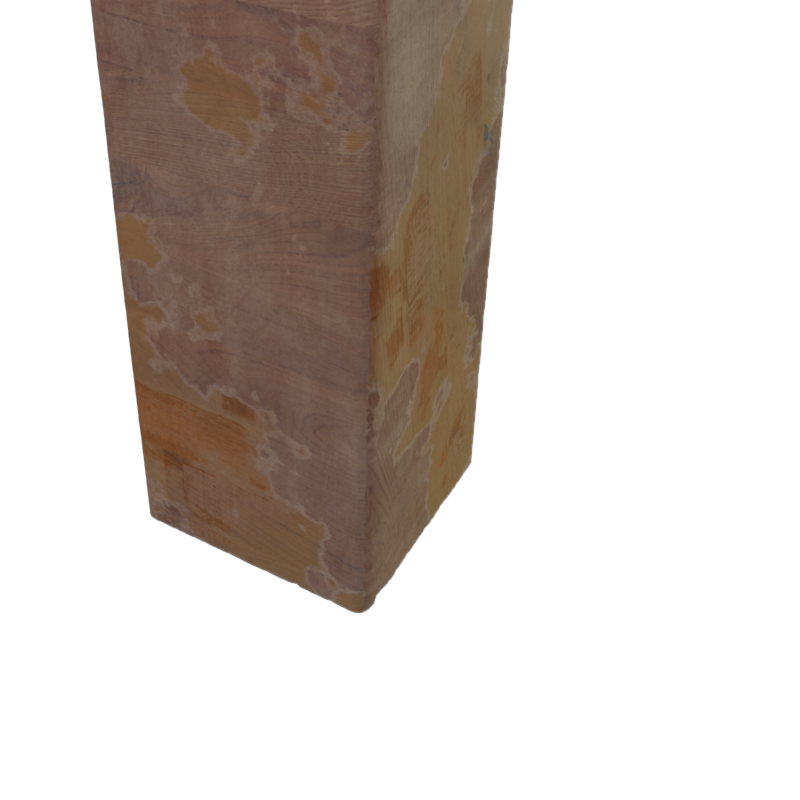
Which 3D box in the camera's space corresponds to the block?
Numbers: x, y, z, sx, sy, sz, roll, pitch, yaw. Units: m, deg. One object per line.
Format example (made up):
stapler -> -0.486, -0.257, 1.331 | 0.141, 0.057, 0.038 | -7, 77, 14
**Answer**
block -> -0.028, -0.050, 0.349 | 0.095, 0.193, 0.092 | 19, 38, 22
